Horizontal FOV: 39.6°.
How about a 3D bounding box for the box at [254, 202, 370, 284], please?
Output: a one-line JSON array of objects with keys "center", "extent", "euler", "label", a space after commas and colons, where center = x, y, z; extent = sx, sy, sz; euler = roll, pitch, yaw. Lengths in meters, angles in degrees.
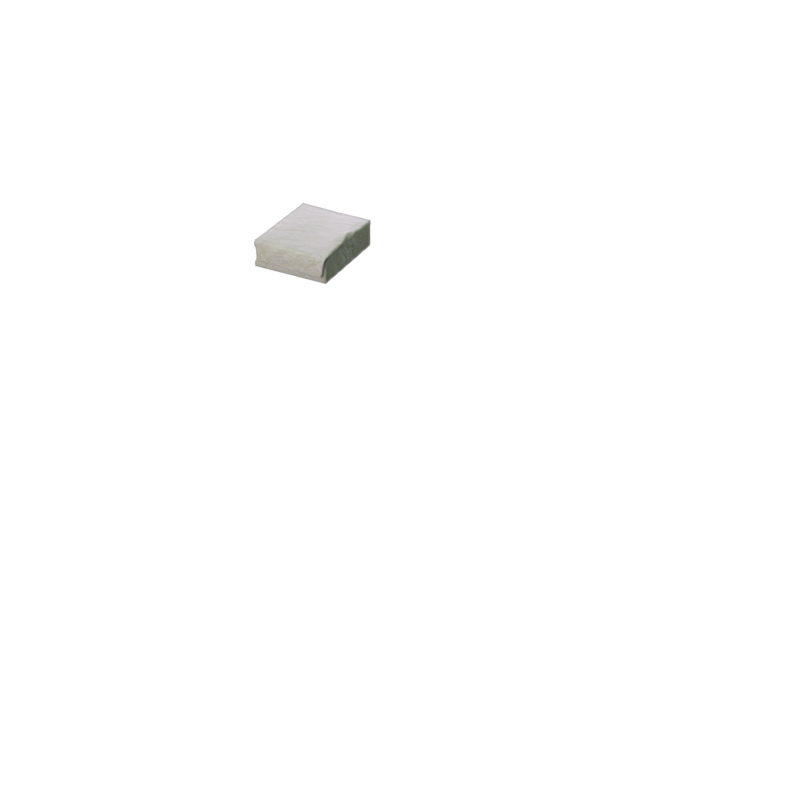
[{"center": [-0.078, -0.142, 0.998], "extent": [0.076, 0.028, 0.091], "euler": [16, 36, 23], "label": "box"}]
